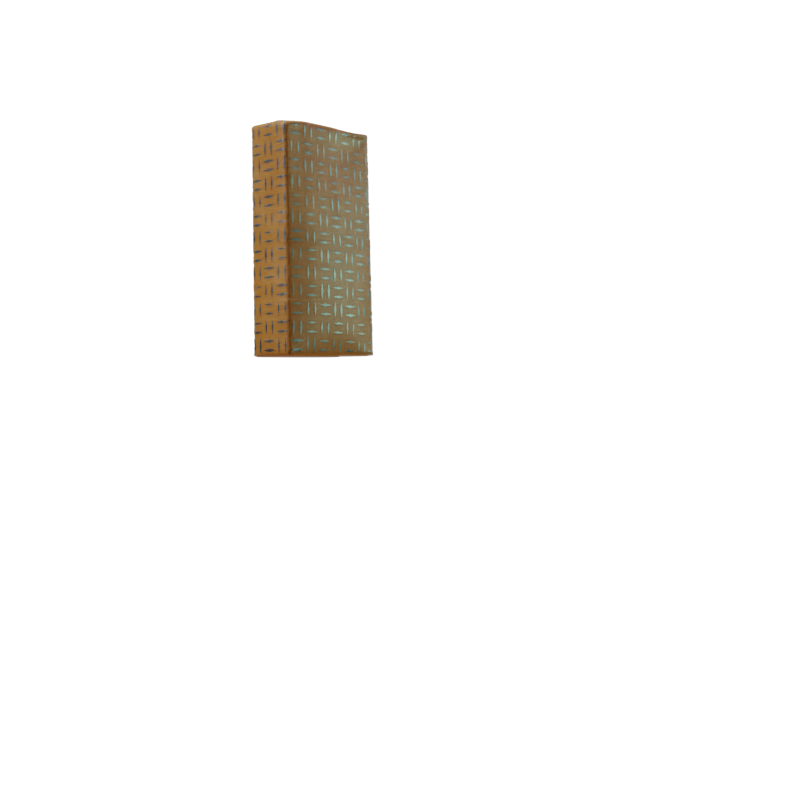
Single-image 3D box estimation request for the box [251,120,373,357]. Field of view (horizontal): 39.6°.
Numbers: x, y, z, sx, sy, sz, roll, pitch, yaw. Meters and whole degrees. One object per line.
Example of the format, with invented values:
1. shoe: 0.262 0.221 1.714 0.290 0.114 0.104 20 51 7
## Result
1. box: -0.067 -0.122 0.851 0.050 0.178 0.089 -5 -6 44
